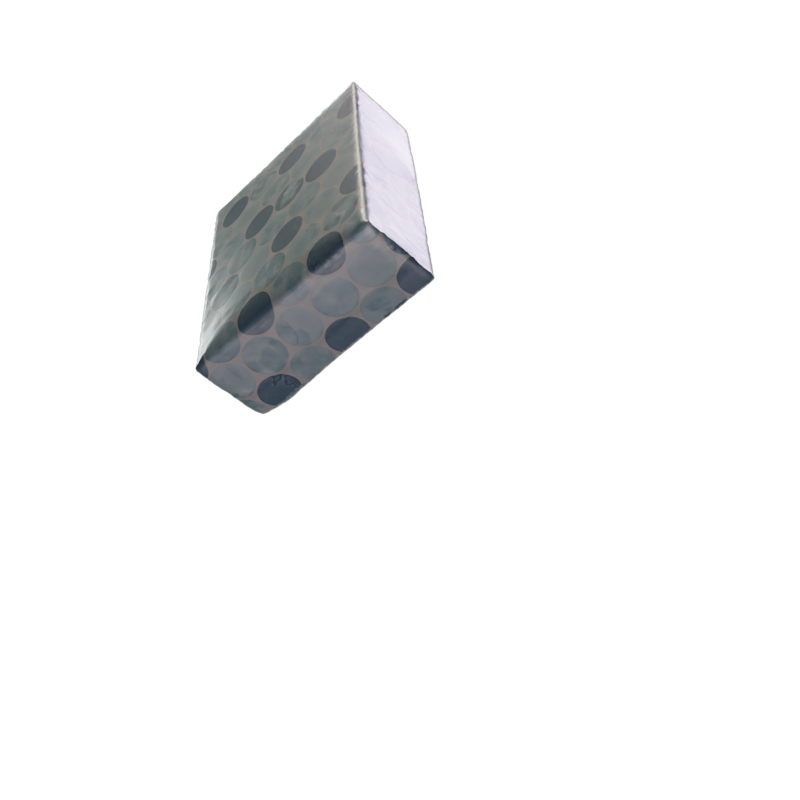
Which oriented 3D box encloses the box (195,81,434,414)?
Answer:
[{"bbox_3d":[-0.063,-0.115,0.806,0.162,0.229,0.068,-39,-60,22],"label":"box"}]
